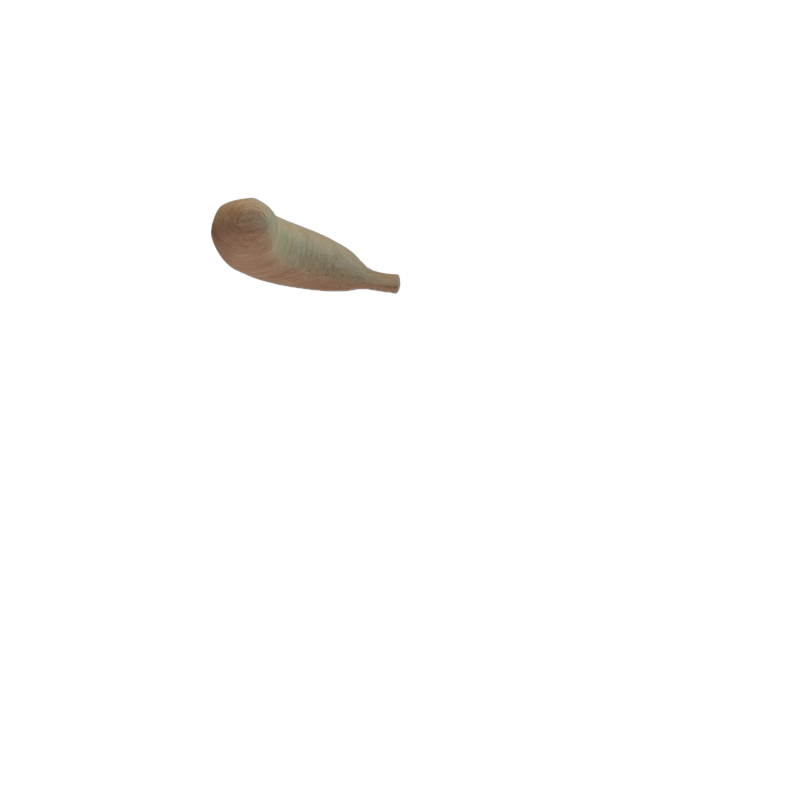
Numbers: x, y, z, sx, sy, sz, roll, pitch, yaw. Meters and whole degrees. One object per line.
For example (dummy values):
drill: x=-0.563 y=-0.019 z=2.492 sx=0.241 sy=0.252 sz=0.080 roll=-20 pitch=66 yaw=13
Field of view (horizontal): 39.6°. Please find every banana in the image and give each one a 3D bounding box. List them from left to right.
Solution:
banana: x=-0.064 y=-0.088 z=0.631 sx=0.071 sy=0.037 sz=0.190 roll=-2 pitch=-3 yaw=22
